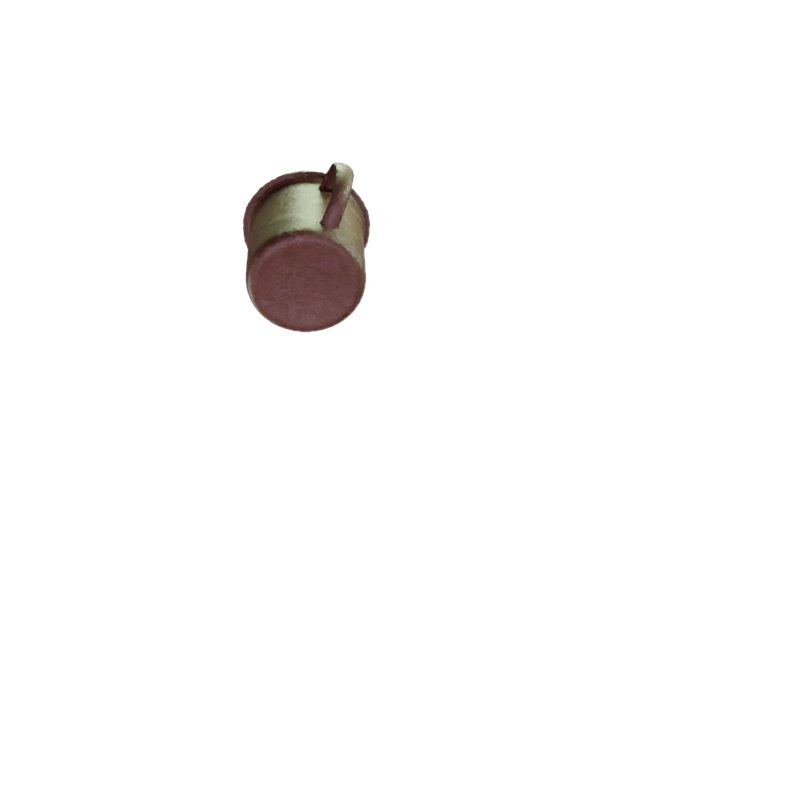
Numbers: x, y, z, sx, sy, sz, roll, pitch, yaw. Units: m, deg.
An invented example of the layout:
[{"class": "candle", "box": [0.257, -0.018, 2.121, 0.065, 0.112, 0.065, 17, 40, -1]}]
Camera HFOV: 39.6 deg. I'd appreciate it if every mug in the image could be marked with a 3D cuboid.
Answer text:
[{"class": "mug", "box": [-0.060, -0.110, 0.769, 0.090, 0.113, 0.087, 22, 30, -16]}]
